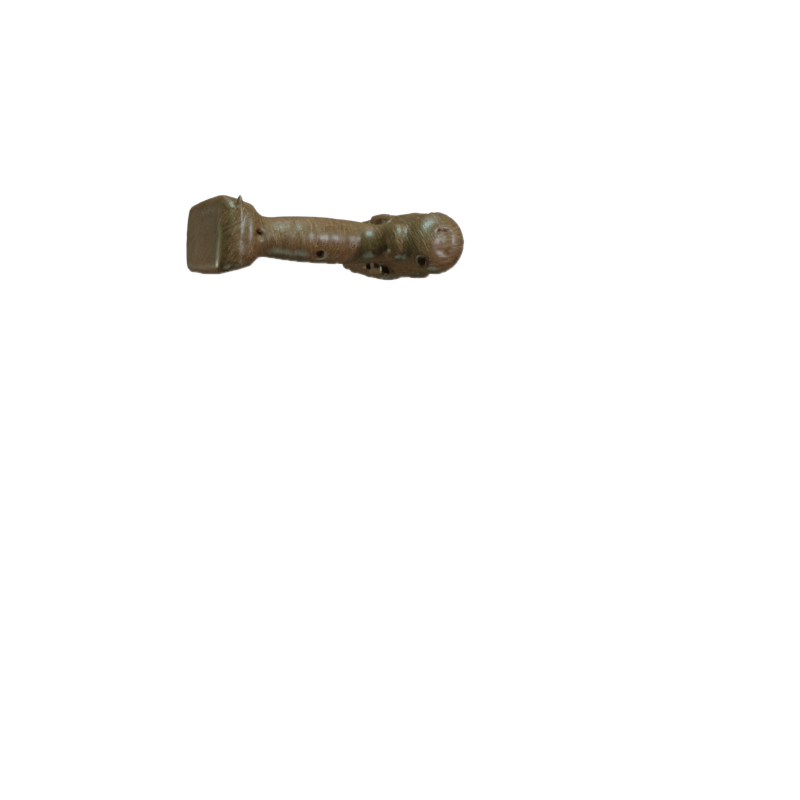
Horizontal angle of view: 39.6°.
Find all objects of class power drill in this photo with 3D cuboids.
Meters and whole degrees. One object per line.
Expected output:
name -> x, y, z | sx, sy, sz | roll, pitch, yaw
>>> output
power drill -> -0.068, -0.123, 0.863 | 0.183, 0.057, 0.189 | -1, 3, -22
